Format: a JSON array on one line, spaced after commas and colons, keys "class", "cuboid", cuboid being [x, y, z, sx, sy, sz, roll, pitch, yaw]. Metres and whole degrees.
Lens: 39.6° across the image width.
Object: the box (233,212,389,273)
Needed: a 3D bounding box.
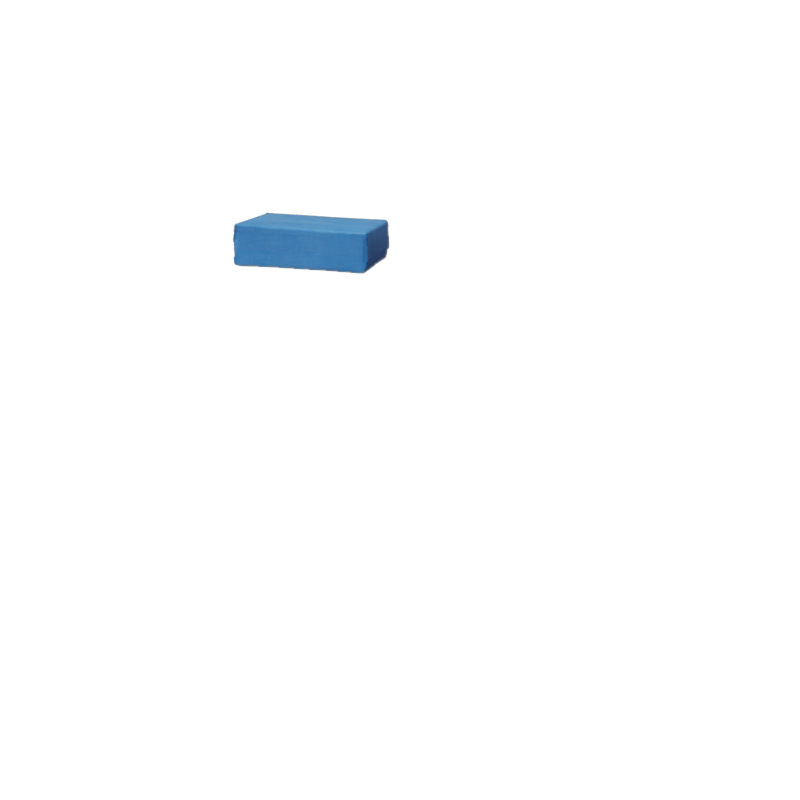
[{"class": "box", "cuboid": [-0.072, -0.132, 0.924, 0.116, 0.038, 0.090, 3, 14, 13]}]
